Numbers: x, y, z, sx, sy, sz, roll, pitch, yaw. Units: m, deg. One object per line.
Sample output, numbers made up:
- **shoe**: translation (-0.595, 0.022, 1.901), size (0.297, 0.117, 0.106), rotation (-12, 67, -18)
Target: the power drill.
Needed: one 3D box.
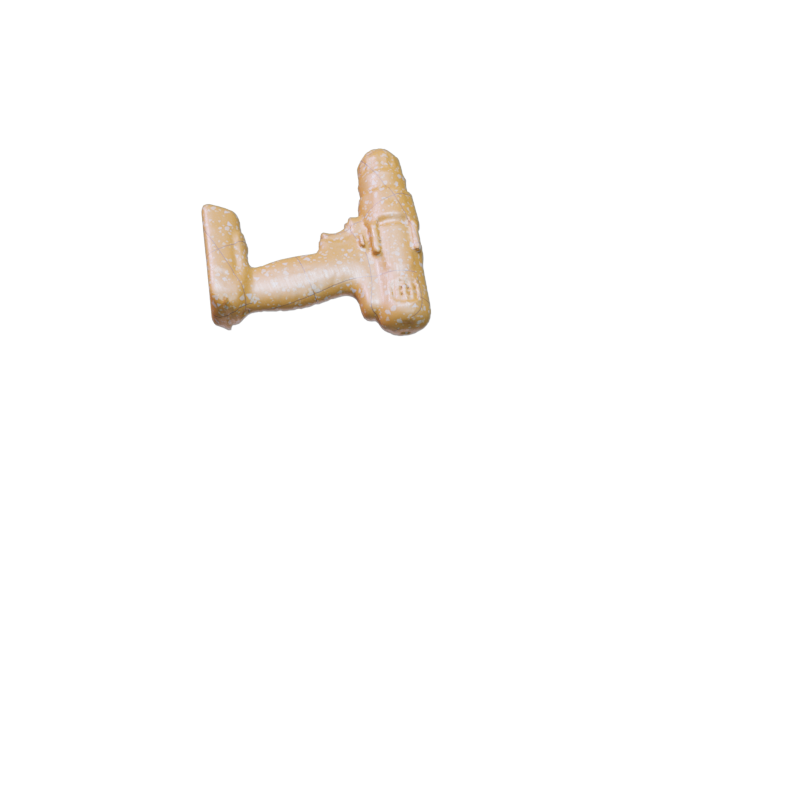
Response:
- **power drill**: translation (-0.074, -0.136, 0.951), size (0.187, 0.198, 0.054), rotation (-6, -33, -4)
